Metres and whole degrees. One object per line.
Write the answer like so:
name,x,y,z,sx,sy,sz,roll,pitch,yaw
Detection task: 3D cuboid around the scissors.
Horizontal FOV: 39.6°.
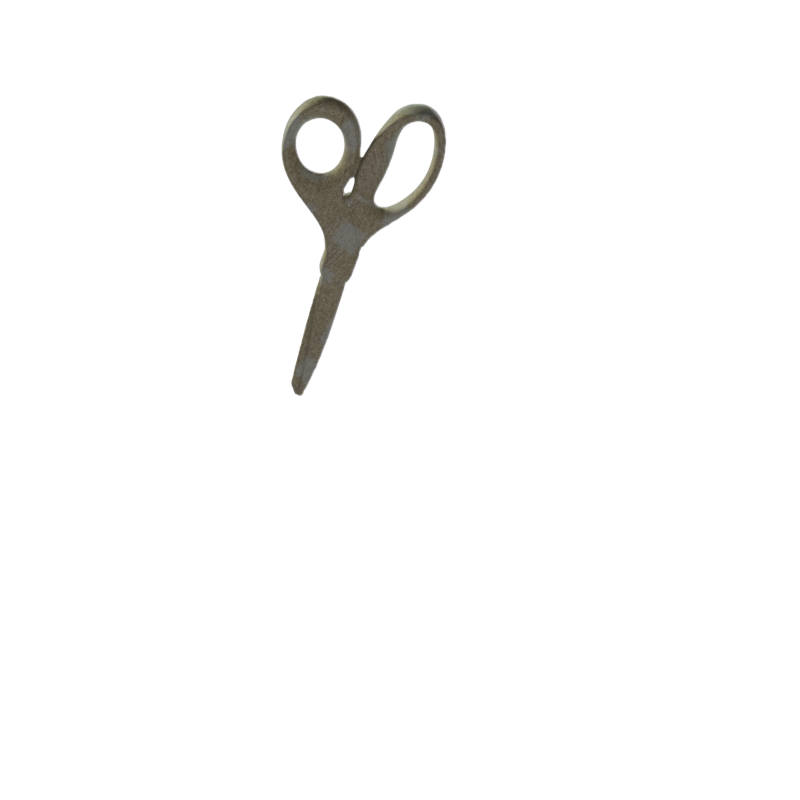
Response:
scissors,-0.049,-0.089,0.626,0.093,0.196,0.017,28,29,-17
